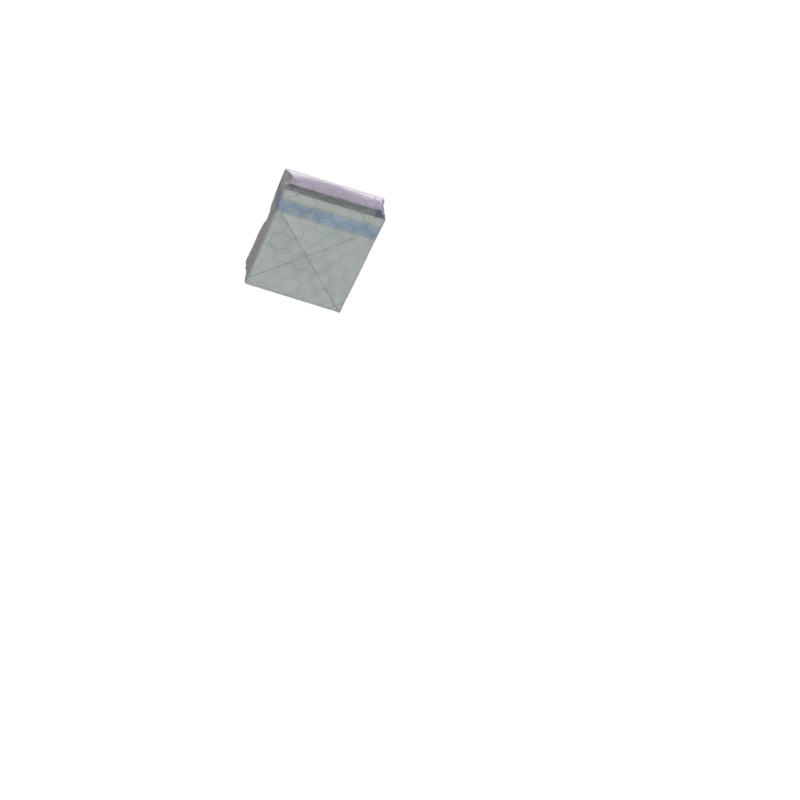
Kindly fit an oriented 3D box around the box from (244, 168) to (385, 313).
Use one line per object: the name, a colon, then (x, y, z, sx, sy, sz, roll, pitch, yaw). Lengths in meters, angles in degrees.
box: (-0.060, -0.110, 0.769, 0.071, 0.085, 0.032, 17, 37, -14)
